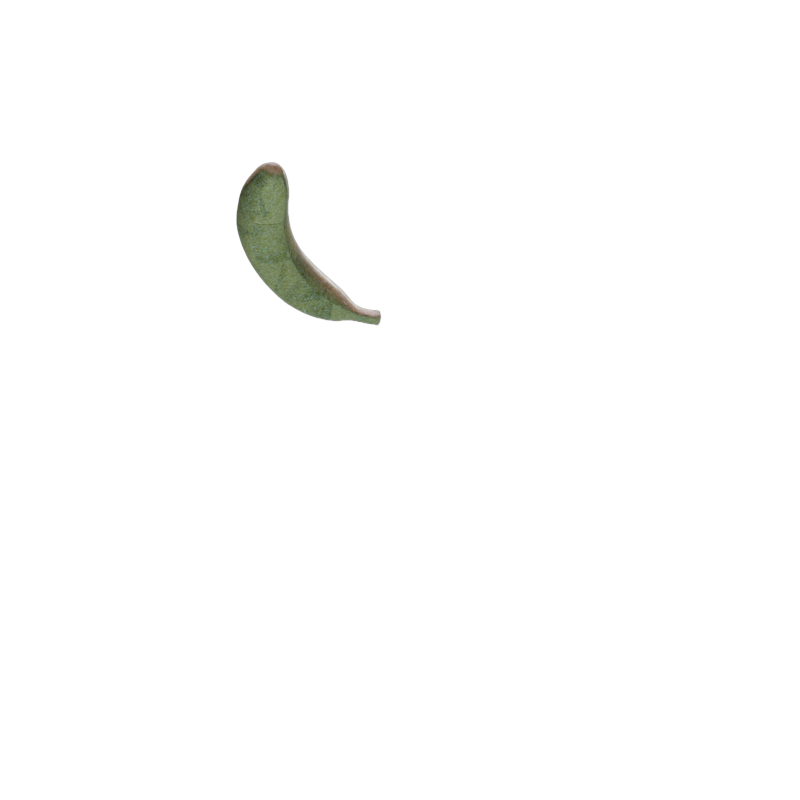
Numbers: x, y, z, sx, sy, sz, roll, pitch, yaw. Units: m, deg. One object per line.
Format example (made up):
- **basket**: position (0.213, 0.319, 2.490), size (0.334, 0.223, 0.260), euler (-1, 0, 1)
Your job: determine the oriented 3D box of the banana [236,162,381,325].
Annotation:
- **banana**: position (-0.079, -0.109, 0.806), size (0.070, 0.039, 0.183), euler (-12, -32, 18)
